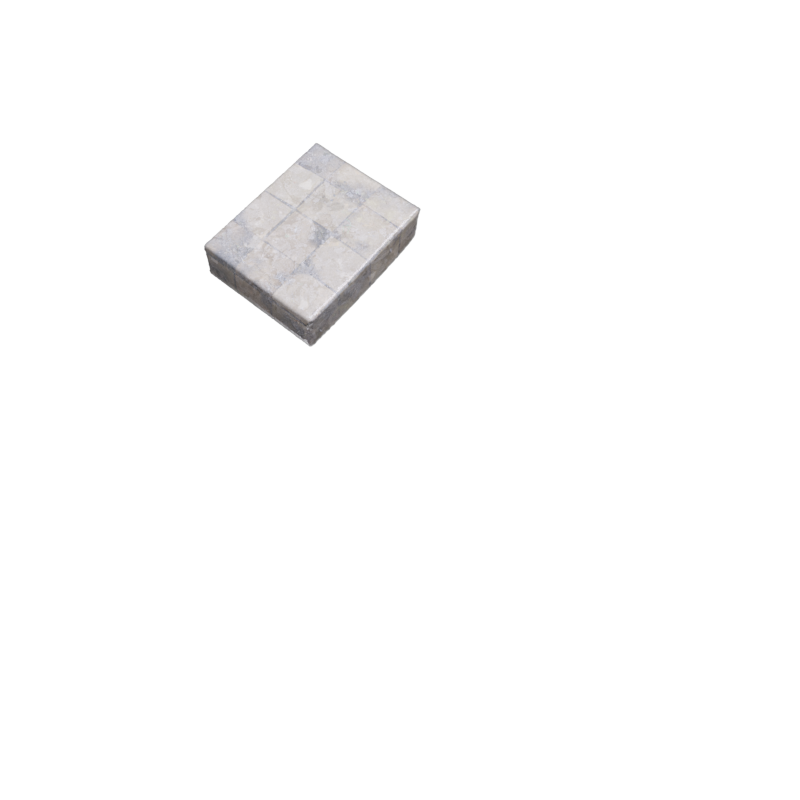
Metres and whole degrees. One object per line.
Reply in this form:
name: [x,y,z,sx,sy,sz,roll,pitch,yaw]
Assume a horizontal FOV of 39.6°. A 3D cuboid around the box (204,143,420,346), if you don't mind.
box: [-0.056,-0.102,0.717,0.094,0.115,0.036,34,-27,20]
